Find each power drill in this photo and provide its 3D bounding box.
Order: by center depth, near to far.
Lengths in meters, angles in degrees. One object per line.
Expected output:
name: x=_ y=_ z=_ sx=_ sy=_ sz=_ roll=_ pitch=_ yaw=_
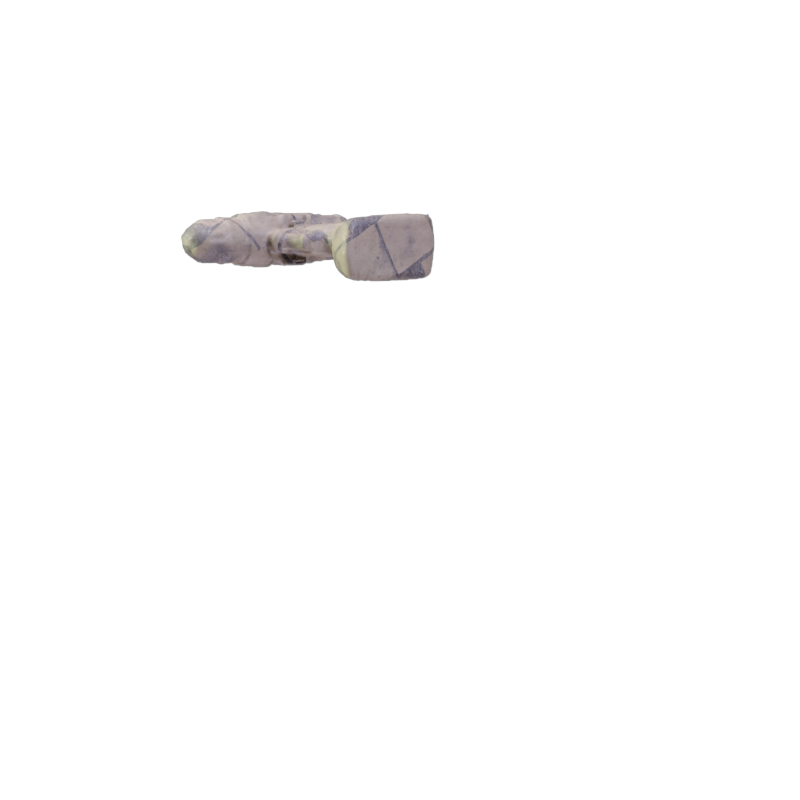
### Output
power drill: x=-0.078 y=-0.141 z=0.991 sx=0.179 sy=0.056 sz=0.197 roll=-10 pitch=16 yaw=-38
